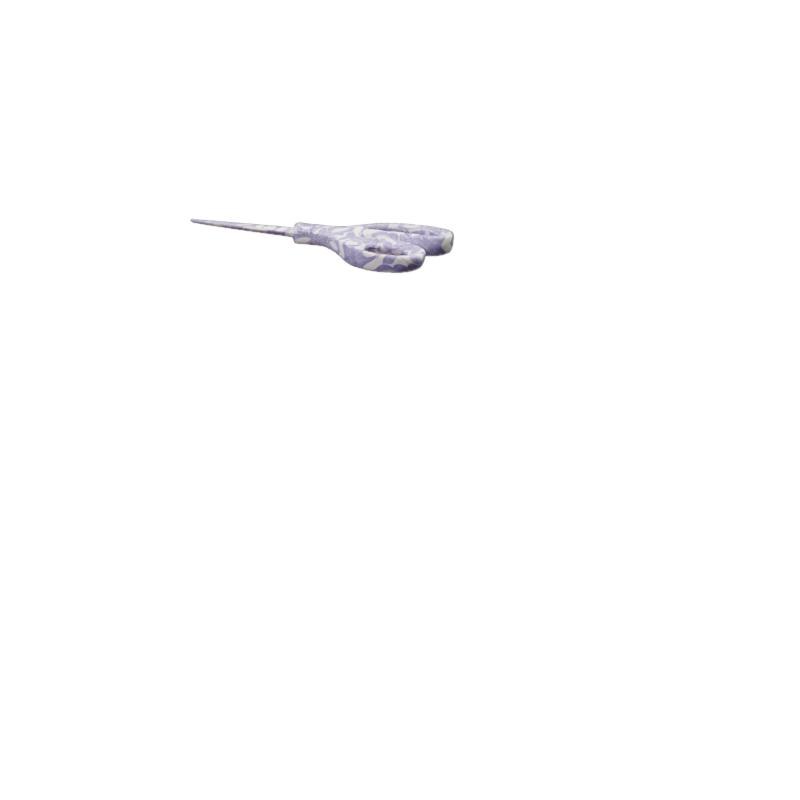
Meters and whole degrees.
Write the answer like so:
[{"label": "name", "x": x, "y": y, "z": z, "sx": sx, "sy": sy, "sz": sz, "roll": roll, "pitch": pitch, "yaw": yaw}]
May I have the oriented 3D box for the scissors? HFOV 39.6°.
[{"label": "scissors", "x": -0.063, "y": -0.115, "z": 0.803, "sx": 0.203, "sy": 0.015, "sz": 0.100, "roll": 2, "pitch": 23, "yaw": 6}]
